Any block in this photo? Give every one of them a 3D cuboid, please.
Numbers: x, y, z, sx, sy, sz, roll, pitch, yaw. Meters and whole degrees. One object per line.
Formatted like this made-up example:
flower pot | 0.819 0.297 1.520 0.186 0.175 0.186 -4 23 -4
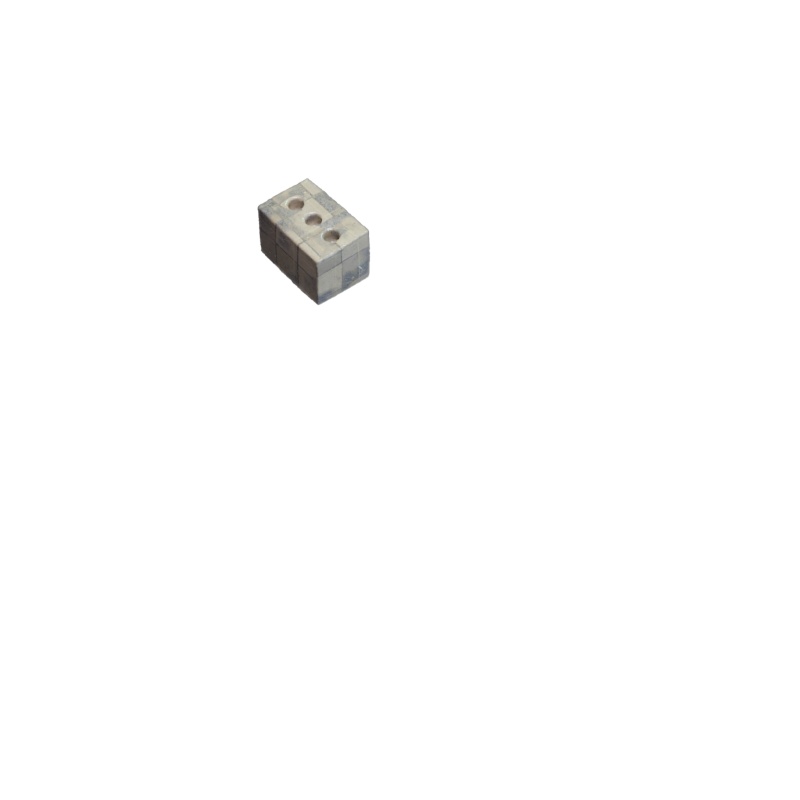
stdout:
block | -0.068 -0.123 0.863 0.053 0.048 0.083 -32 58 -25
